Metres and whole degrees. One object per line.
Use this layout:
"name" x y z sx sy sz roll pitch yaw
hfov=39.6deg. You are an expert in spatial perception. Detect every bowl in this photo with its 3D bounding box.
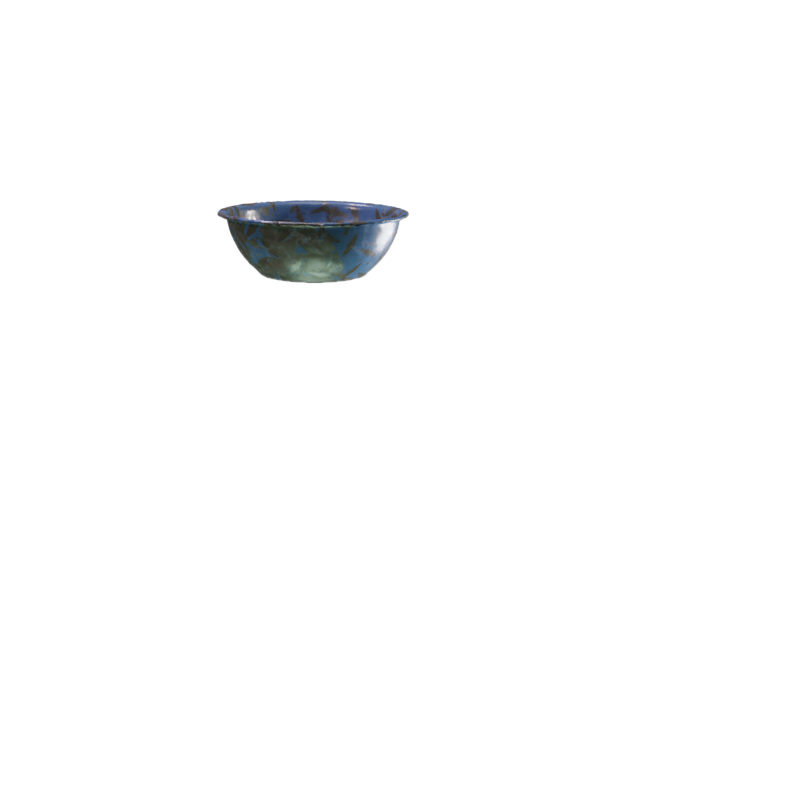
"bowl" -0.074 -0.134 0.942 0.162 0.053 0.167 -1 16 -2
